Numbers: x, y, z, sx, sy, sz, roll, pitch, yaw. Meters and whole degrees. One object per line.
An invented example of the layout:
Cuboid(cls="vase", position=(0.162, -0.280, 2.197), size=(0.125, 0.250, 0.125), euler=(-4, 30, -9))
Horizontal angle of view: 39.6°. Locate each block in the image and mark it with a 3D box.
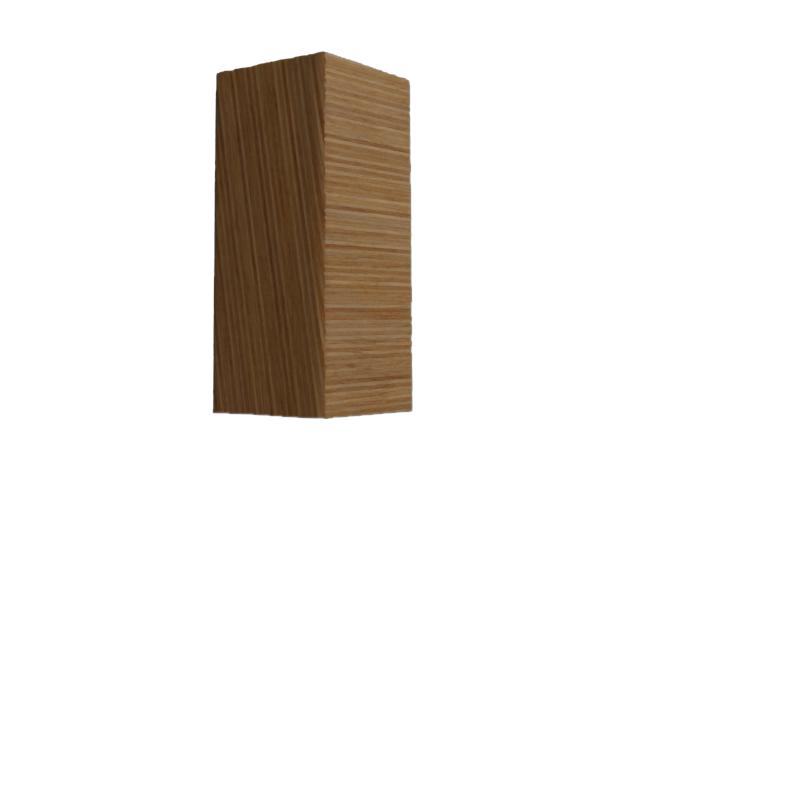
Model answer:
Cuboid(cls="block", position=(-0.053, -0.097, 0.677), size=(0.093, 0.209, 0.087), euler=(-3, -5, 36))
